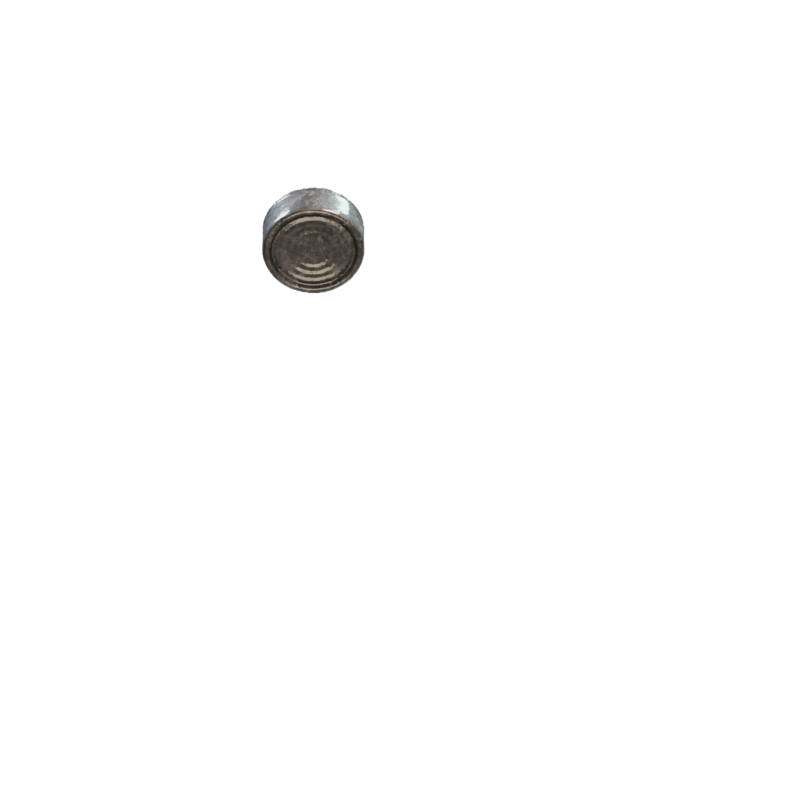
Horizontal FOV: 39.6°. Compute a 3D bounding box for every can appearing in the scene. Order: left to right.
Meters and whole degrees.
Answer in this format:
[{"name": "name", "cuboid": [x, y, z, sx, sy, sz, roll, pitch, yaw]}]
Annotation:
[{"name": "can", "cuboid": [-0.072, -0.131, 0.919, 0.086, 0.080, 0.036, 1, 36, -1]}]
